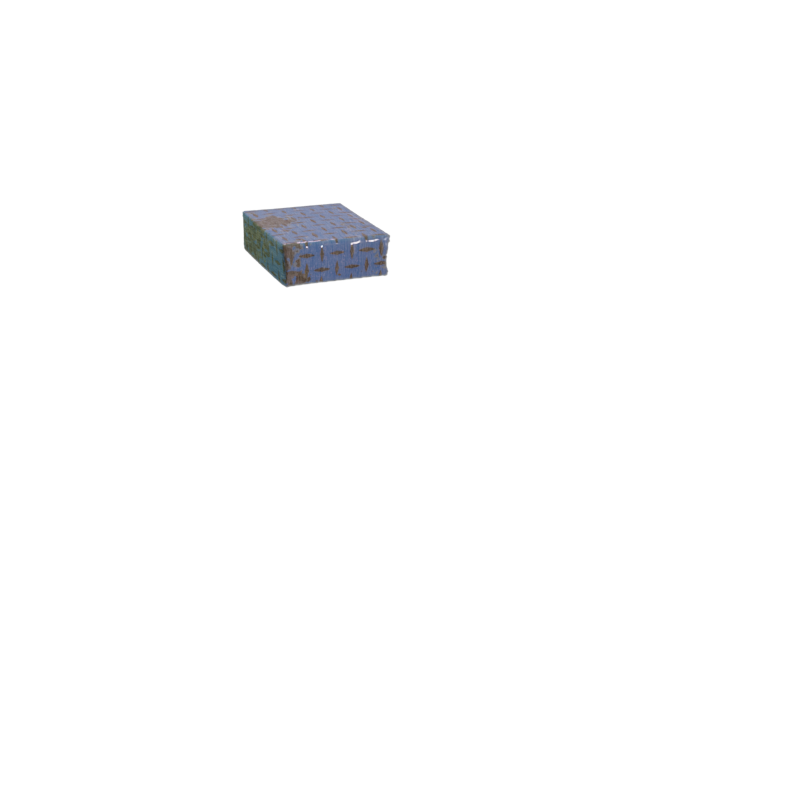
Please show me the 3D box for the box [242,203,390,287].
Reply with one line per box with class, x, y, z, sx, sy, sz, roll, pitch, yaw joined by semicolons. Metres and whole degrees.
box;-0.071;-0.129;0.905;0.088;0.037;0.121;-9;26;-20
